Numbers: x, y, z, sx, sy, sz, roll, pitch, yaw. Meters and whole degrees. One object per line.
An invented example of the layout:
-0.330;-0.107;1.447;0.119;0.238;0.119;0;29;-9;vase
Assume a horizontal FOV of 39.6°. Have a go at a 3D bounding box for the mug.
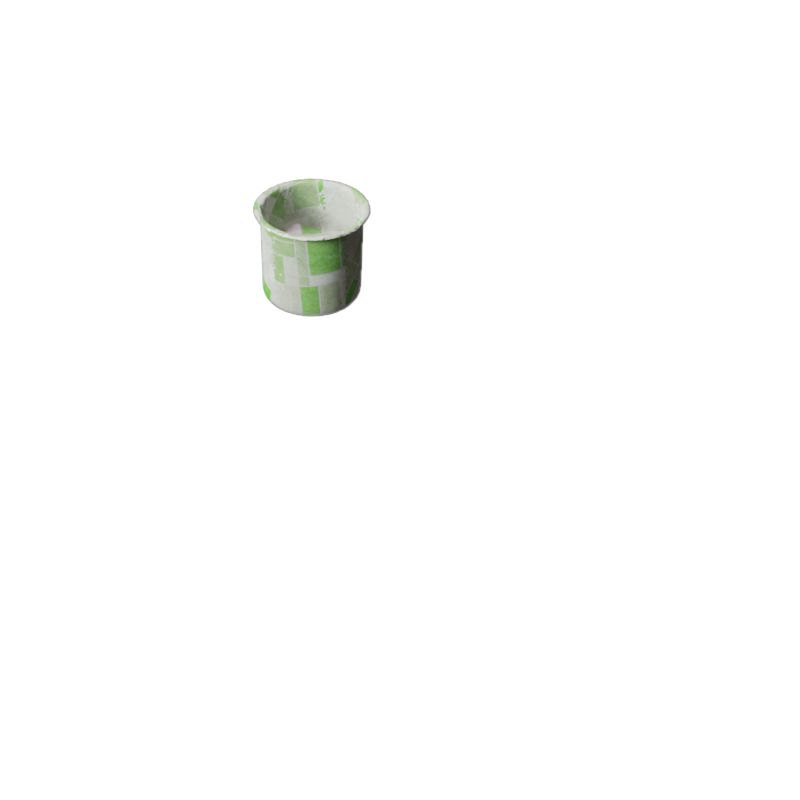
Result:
-0.071;-0.129;0.906;0.094;0.076;0.125;3;37;2;mug
